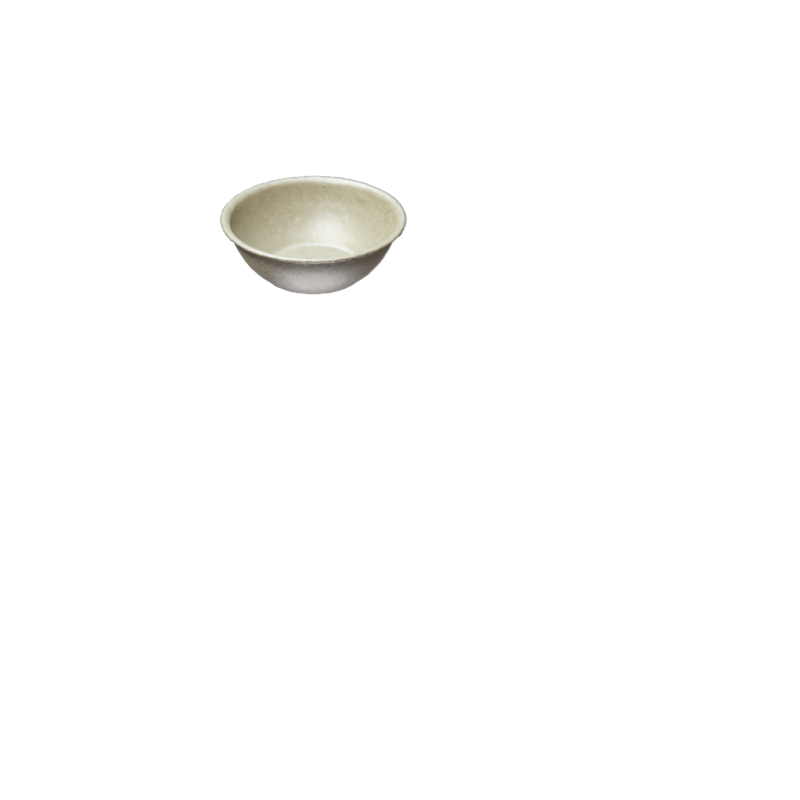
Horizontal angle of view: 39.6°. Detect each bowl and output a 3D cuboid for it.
[{"bbox_3d":[-0.076,-0.139,0.973,0.162,0.052,0.173,-1,34,-2],"label":"bowl"}]
